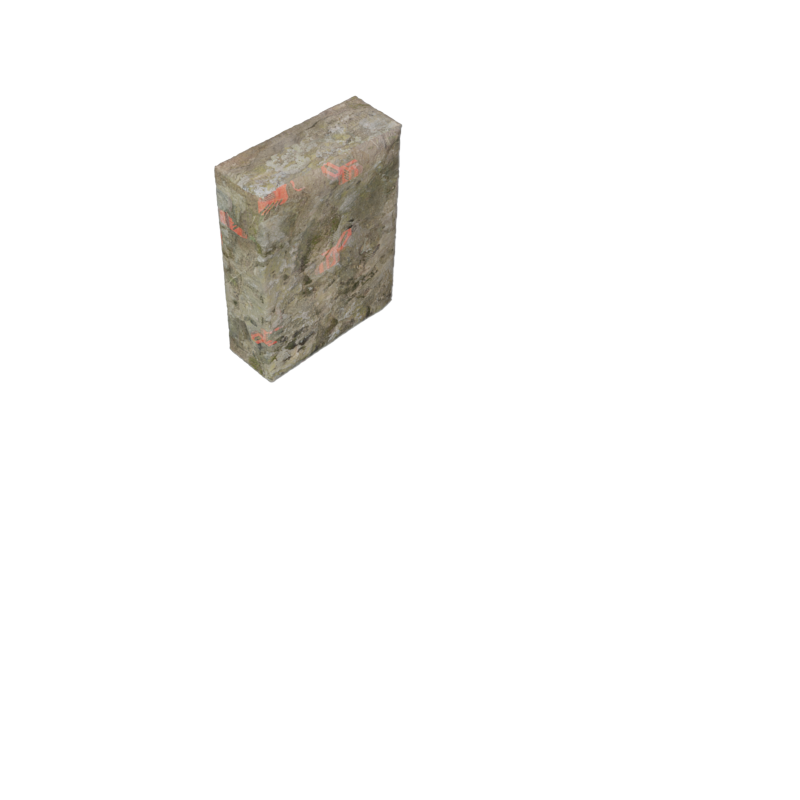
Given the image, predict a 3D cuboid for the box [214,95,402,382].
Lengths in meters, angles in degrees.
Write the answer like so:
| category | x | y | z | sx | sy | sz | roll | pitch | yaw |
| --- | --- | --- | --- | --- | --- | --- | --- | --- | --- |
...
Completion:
| category | x | y | z | sx | sy | sz | roll | pitch | yaw |
| --- | --- | --- | --- | --- | --- | --- | --- | --- | --- |
| box | -0.078 | -0.143 | 0.999 | 0.077 | 0.199 | 0.165 | 35 | 53 | 29 |
